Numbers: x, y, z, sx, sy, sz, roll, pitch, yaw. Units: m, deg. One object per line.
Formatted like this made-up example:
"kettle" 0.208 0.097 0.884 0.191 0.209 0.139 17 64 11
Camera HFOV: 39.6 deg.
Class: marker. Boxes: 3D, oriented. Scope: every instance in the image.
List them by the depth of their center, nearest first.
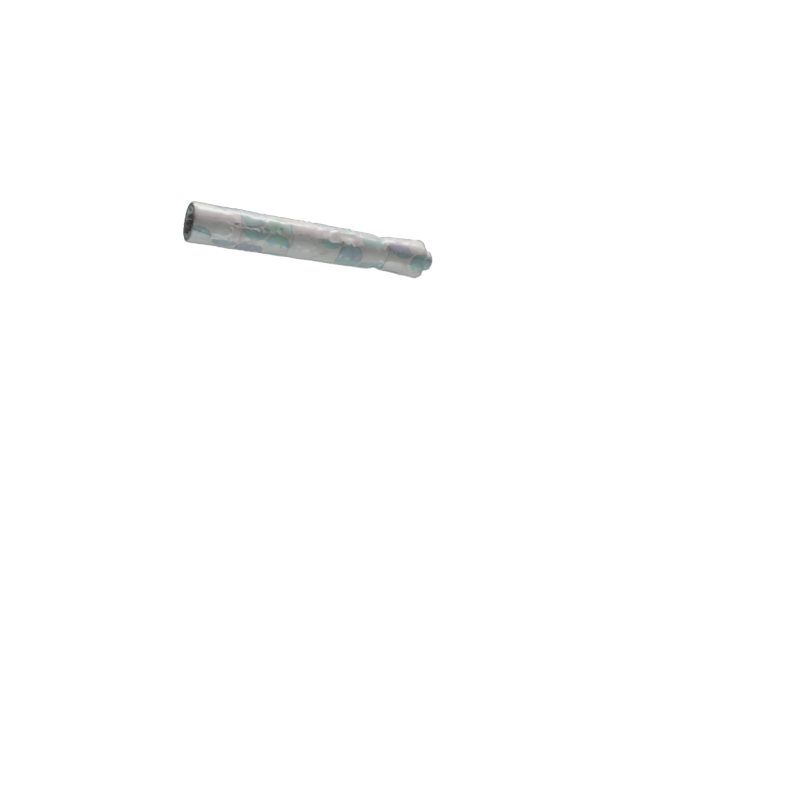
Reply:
"marker" -0.040 -0.074 0.517 0.117 0.020 0.020 7 1 -21
